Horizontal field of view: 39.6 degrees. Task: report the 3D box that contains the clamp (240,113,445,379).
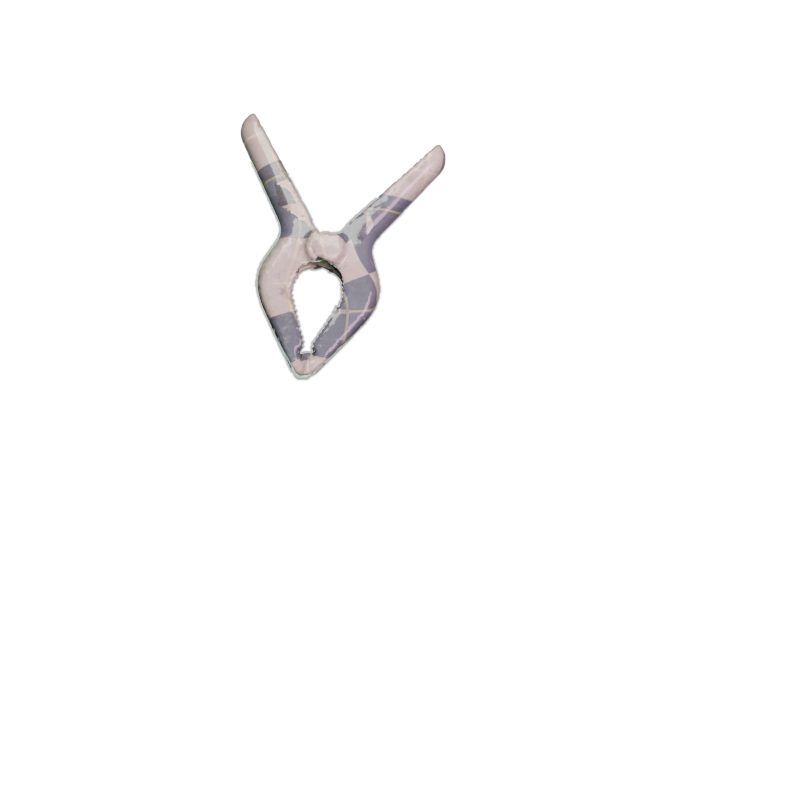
[{"bbox_3d":[-0.068,-0.124,0.866,0.166,0.216,0.035,15,-14,4],"label":"clamp"}]
